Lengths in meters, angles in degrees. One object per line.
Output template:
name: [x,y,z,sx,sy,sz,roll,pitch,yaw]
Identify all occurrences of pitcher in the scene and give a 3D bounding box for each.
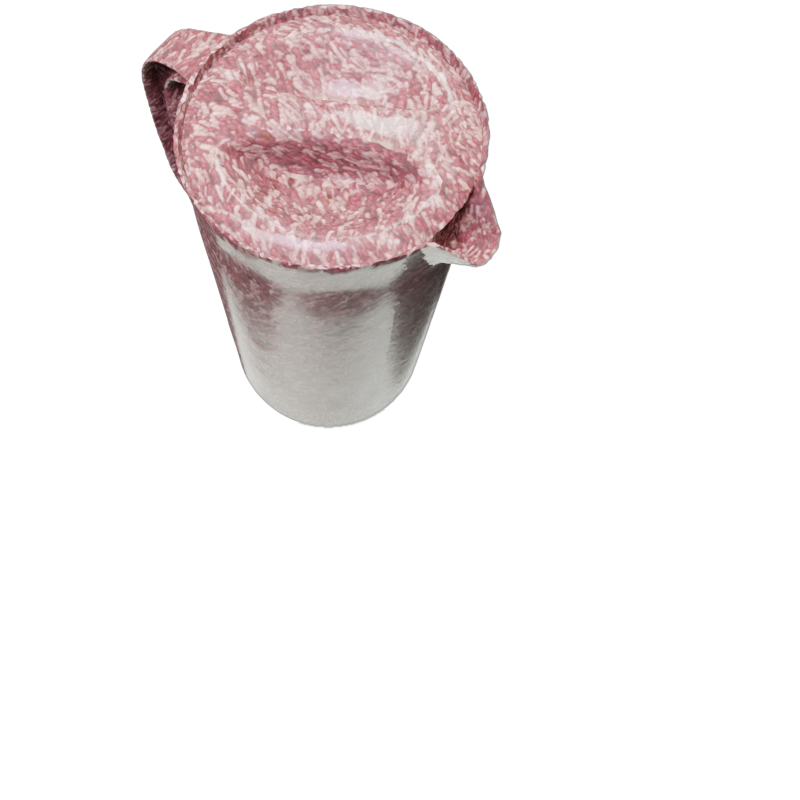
pitcher: [-0.044,-0.081,0.567,0.144,0.158,0.230,-8,-22,-7]
